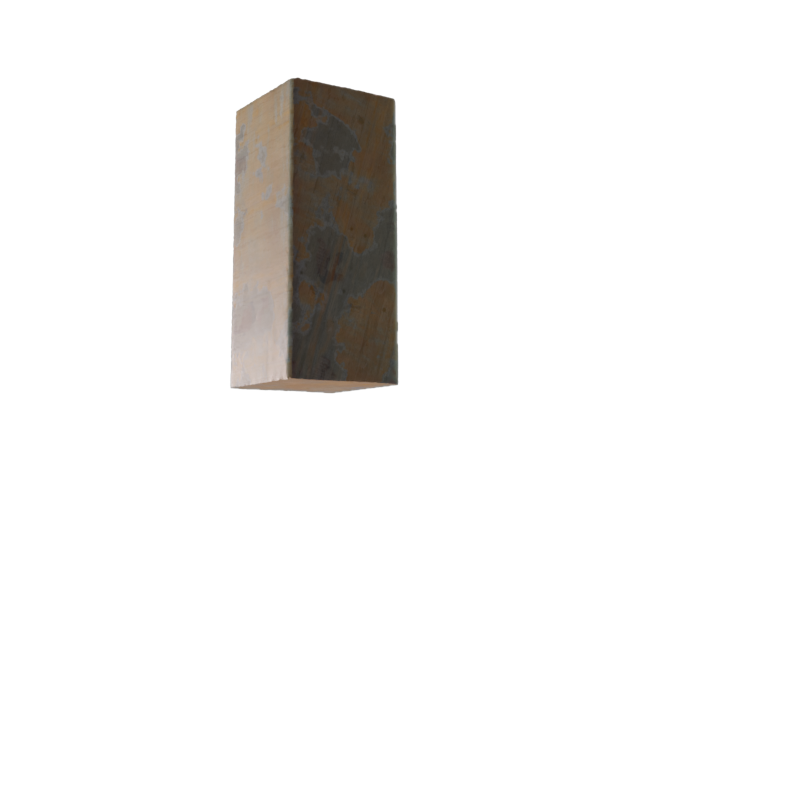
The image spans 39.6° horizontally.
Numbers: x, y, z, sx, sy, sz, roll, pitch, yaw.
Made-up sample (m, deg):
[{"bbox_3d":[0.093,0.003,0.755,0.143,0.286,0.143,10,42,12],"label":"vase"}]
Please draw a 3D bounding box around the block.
[{"bbox_3d":[-0.061,-0.113,0.793,0.086,0.212,0.092,6,-13,-33],"label":"block"}]
